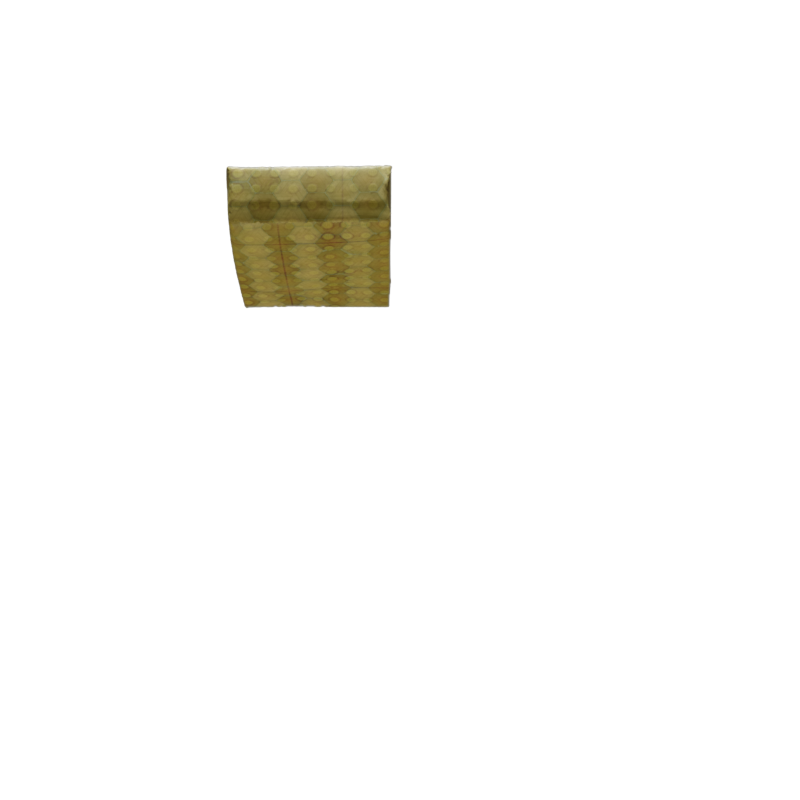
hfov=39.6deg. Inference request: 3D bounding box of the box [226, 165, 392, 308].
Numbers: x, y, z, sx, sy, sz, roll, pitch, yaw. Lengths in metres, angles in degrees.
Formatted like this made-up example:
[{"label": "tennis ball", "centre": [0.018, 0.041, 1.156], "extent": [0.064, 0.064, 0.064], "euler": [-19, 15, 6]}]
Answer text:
[{"label": "box", "centre": [-0.050, -0.090, 0.631], "extent": [0.090, 0.041, 0.108], "euler": [0, -20, 0]}]
